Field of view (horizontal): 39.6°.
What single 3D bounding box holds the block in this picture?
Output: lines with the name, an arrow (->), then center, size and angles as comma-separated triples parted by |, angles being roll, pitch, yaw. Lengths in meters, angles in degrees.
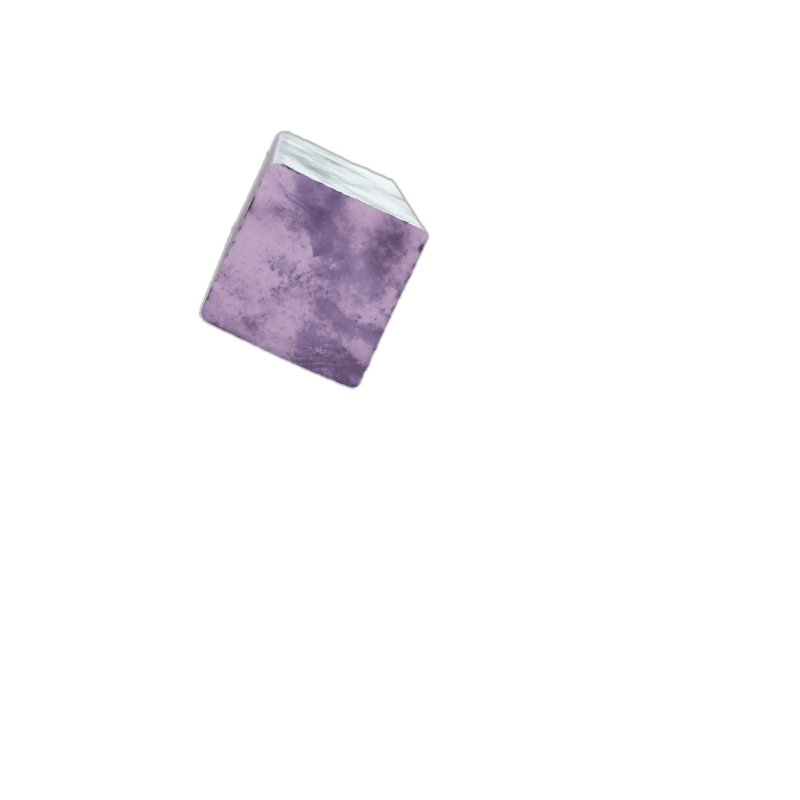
block -> -0.052, -0.093, 0.650 | 0.089, 0.089, 0.213 | 24, 14, -10
